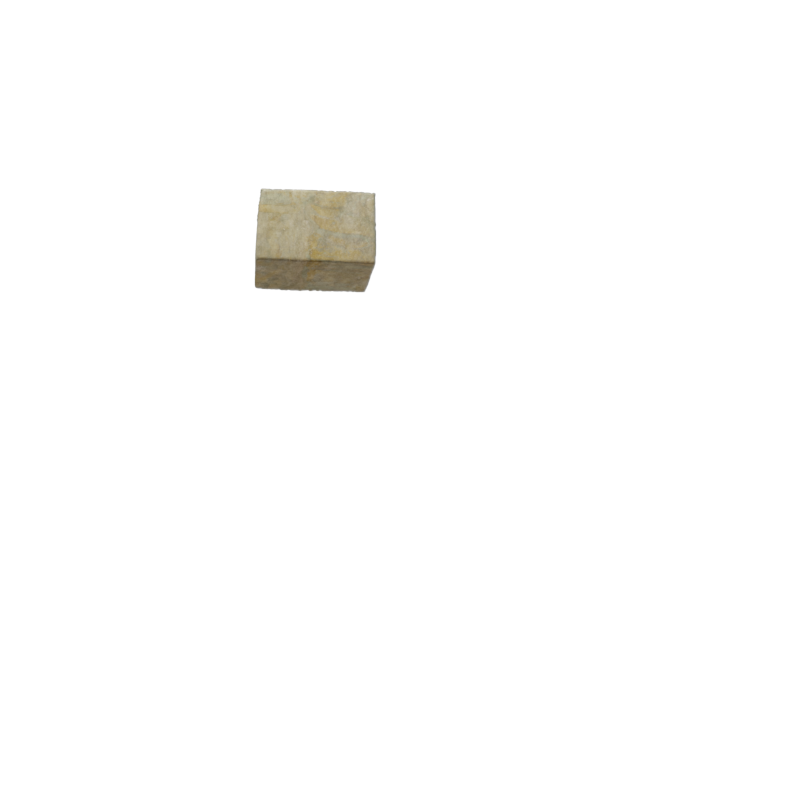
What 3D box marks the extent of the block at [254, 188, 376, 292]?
[{"bbox_3d":[-0.057,-0.105,0.734,0.077,0.054,0.051,2,-20,-6],"label":"block"}]
